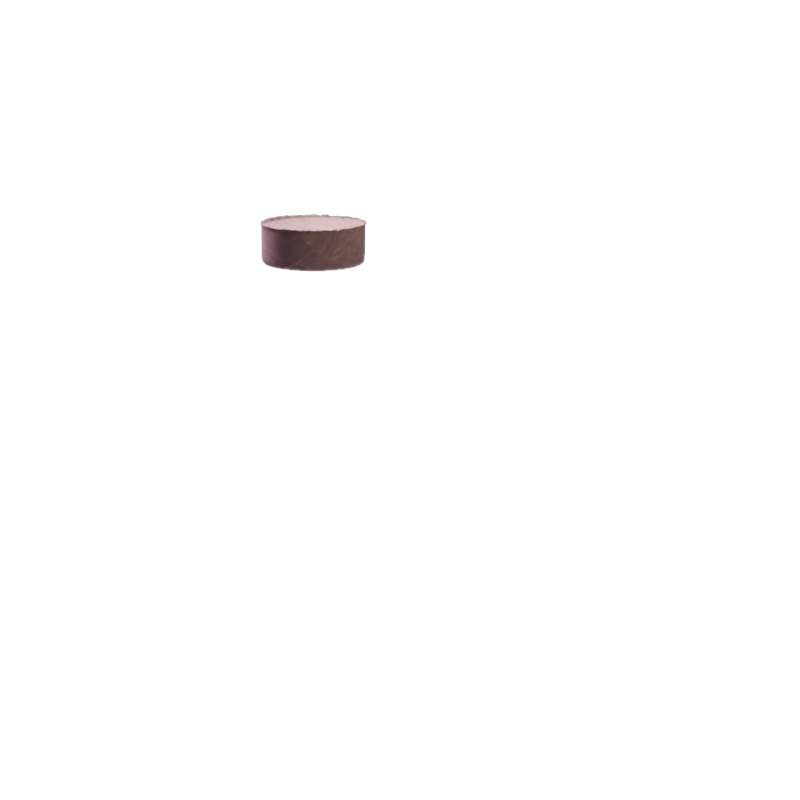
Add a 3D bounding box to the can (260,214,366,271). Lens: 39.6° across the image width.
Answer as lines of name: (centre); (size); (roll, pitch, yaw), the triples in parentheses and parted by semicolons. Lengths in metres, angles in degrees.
can: (-0.071, -0.129, 0.902); (0.086, 0.033, 0.089); (-1, 16, -2)
